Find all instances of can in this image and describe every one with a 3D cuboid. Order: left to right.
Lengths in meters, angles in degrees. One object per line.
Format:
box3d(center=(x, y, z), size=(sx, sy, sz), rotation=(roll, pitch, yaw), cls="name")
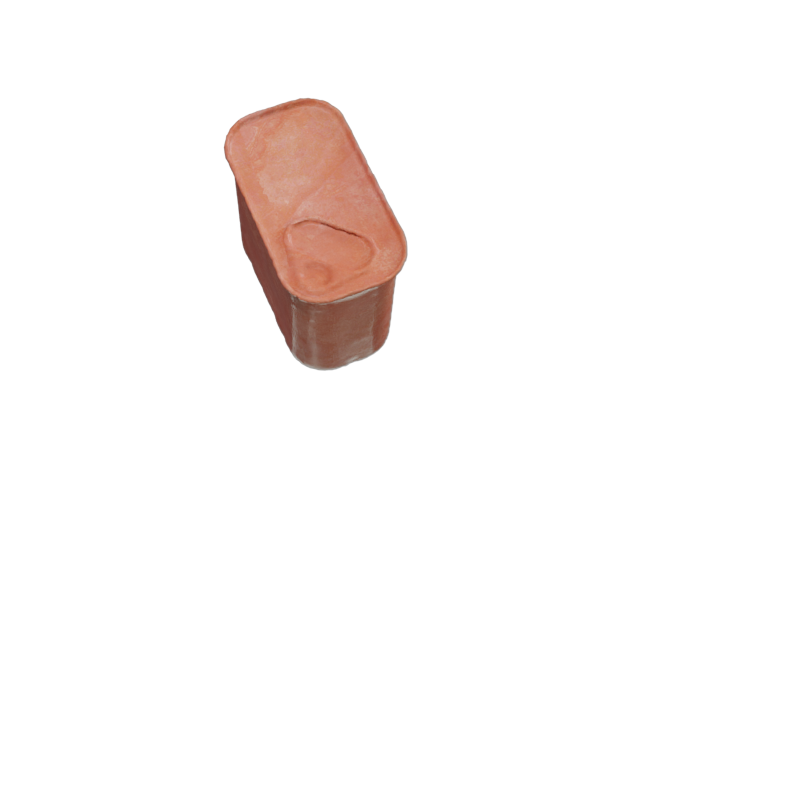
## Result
box3d(center=(-0.040, -0.074, 0.515), size=(0.057, 0.109, 0.079), rotation=(-20, -24, -12), cls="can")
